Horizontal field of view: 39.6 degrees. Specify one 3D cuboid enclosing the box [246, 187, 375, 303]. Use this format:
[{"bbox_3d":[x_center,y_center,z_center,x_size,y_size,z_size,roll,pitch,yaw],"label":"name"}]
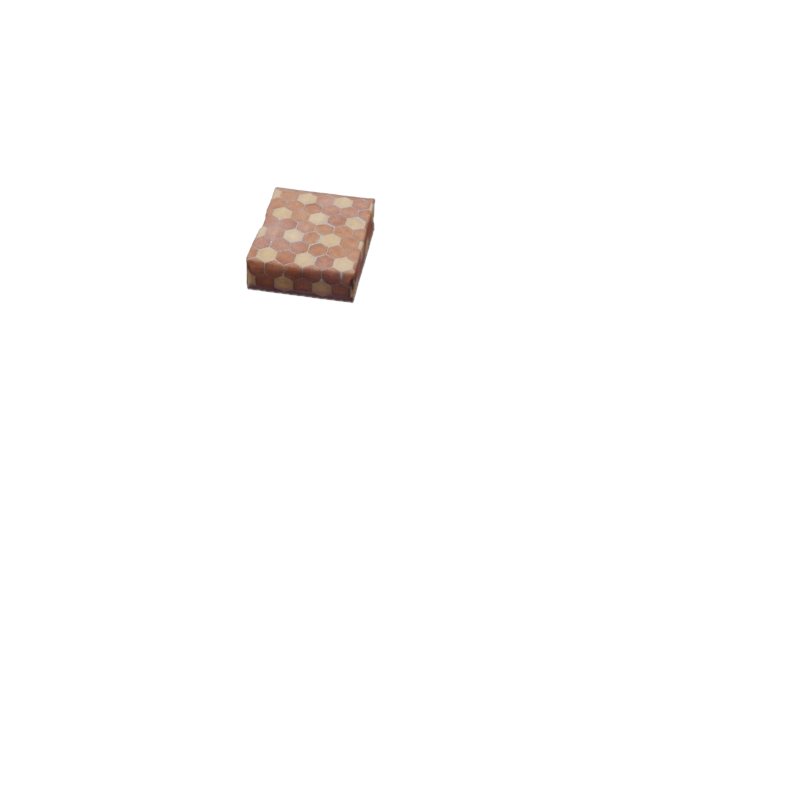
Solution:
[{"bbox_3d":[-0.059,-0.108,0.757,0.074,0.028,0.094,7,42,7],"label":"box"}]
